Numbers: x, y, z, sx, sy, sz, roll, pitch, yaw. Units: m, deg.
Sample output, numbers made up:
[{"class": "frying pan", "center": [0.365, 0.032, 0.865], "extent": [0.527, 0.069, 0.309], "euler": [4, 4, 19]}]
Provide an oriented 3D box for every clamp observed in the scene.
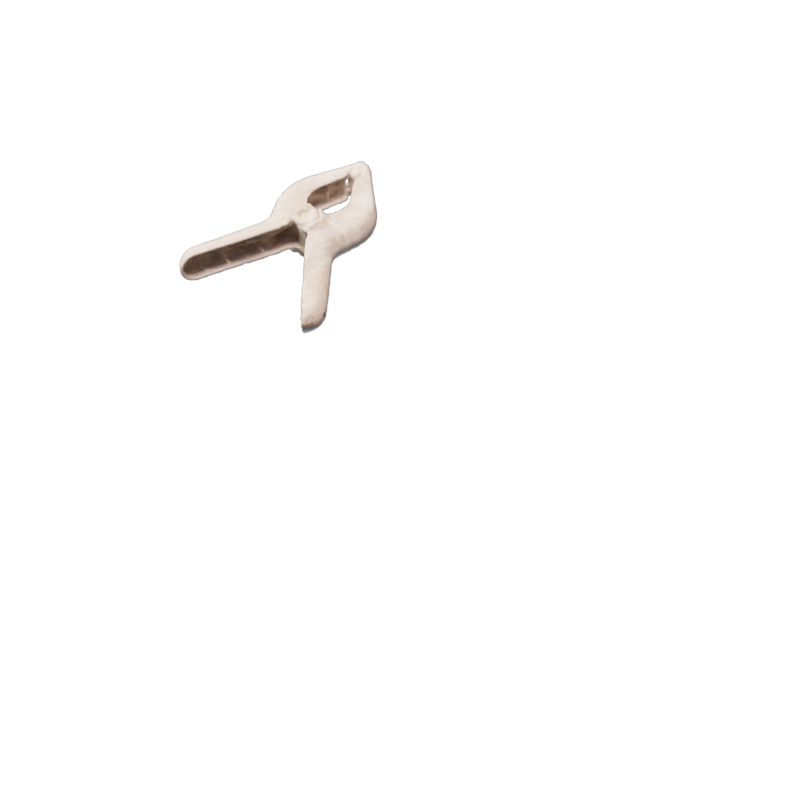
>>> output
[{"class": "clamp", "center": [-0.064, -0.117, 0.816], "extent": [0.127, 0.036, 0.174], "euler": [34, 58, 25]}]
